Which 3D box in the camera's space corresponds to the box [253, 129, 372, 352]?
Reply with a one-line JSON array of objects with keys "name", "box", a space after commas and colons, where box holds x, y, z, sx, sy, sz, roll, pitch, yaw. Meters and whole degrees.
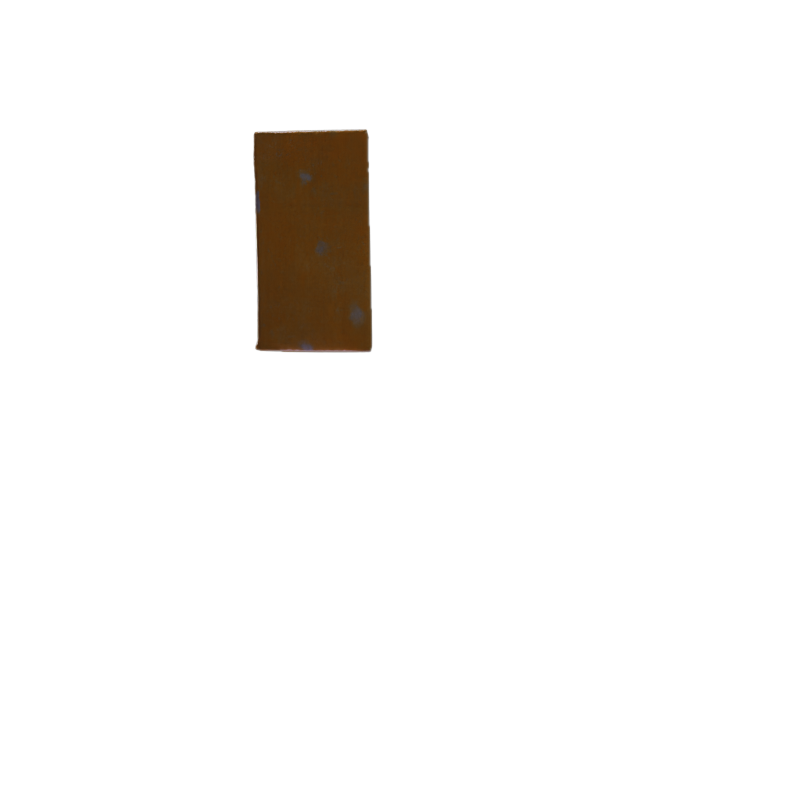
[{"name": "box", "box": [-0.069, -0.127, 0.890, 0.094, 0.178, 0.047, 0, -3, 3]}]
